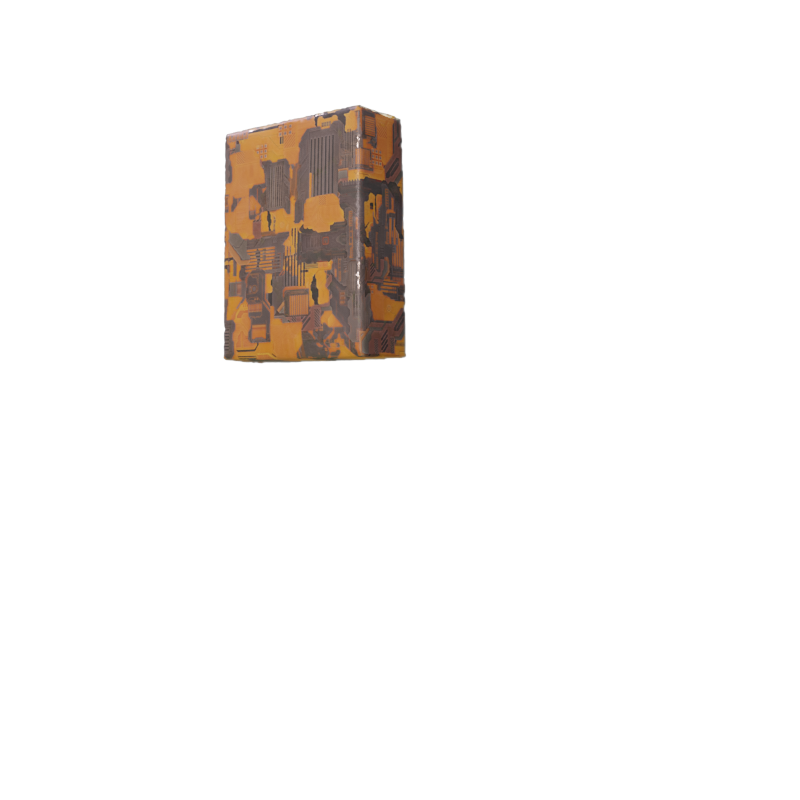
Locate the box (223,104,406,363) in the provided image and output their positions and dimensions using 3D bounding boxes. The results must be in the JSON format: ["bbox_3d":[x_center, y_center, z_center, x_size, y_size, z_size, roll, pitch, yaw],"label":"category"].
[{"bbox_3d":[-0.078,-0.142,0.997,0.169,0.218,0.068,-4,-8,38],"label":"box"}]
